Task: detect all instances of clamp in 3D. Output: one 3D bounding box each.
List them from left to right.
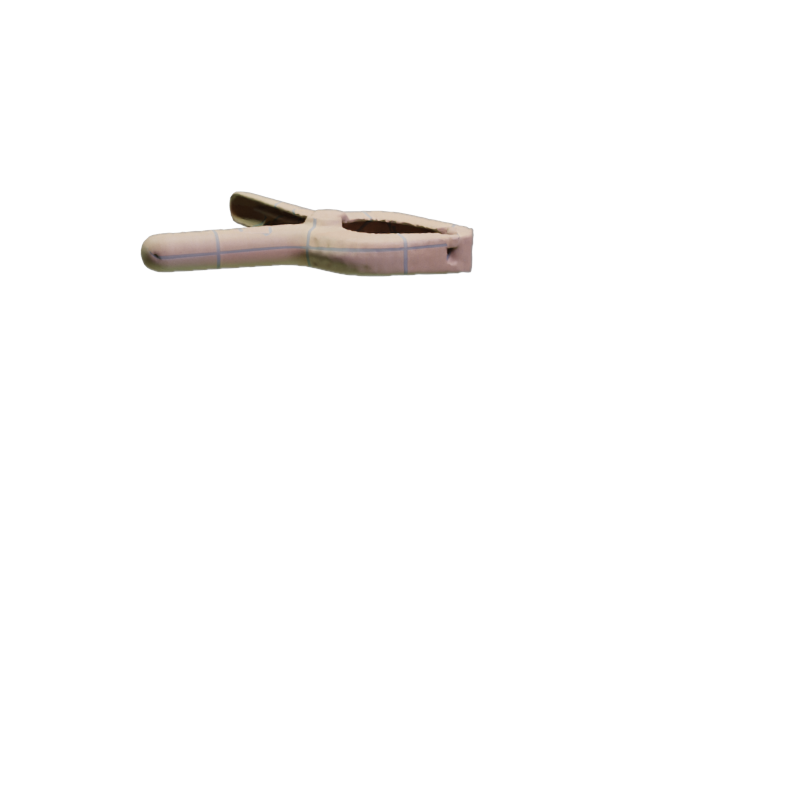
[{"bbox_3d":[-0.059,-0.107,0.748,0.217,0.035,0.166,9,24,21],"label":"clamp"}]
